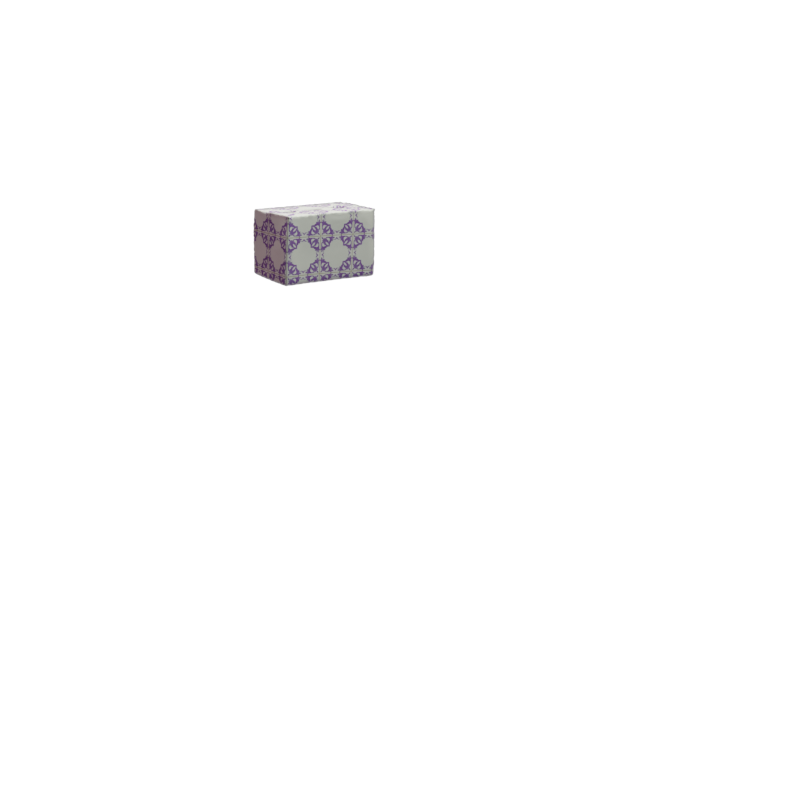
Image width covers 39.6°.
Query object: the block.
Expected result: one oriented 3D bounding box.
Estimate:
[{"bbox_3d":[-0.065,-0.119,0.832,0.076,0.050,0.056,-10,18,-33],"label":"block"}]
